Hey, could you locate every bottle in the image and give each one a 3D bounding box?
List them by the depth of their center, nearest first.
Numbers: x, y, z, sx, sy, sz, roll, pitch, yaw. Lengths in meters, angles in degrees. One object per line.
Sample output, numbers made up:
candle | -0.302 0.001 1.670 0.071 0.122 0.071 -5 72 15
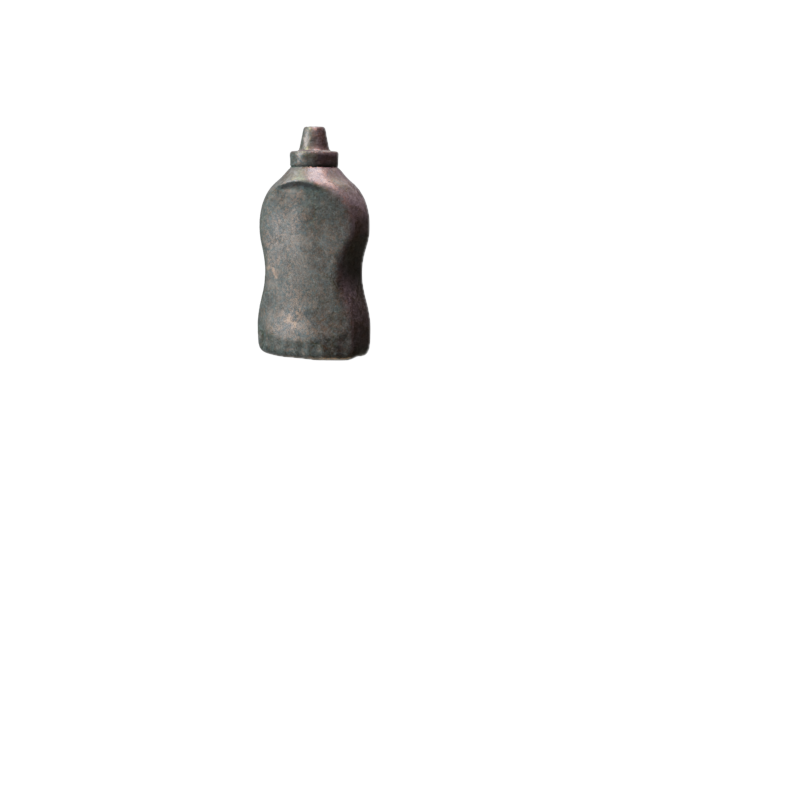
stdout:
bottle | -0.073 -0.133 0.929 0.100 0.190 0.057 3 5 31
